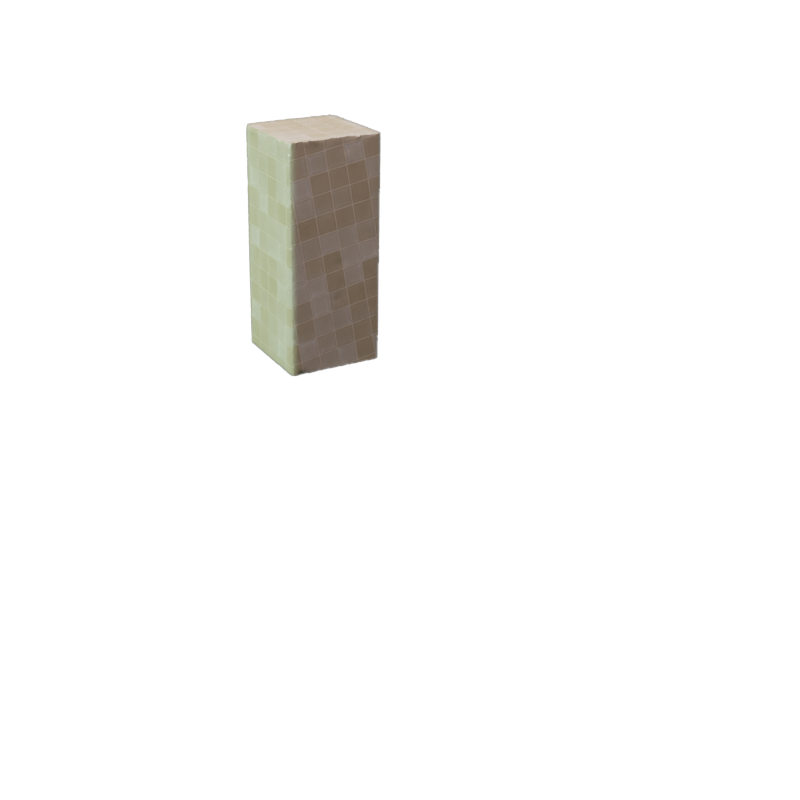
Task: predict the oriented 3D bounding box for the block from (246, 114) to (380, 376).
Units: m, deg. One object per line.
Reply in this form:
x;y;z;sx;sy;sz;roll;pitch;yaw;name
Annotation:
-0.077;-0.140;0.979;0.088;0.197;0.097;-10;23;-28;block
